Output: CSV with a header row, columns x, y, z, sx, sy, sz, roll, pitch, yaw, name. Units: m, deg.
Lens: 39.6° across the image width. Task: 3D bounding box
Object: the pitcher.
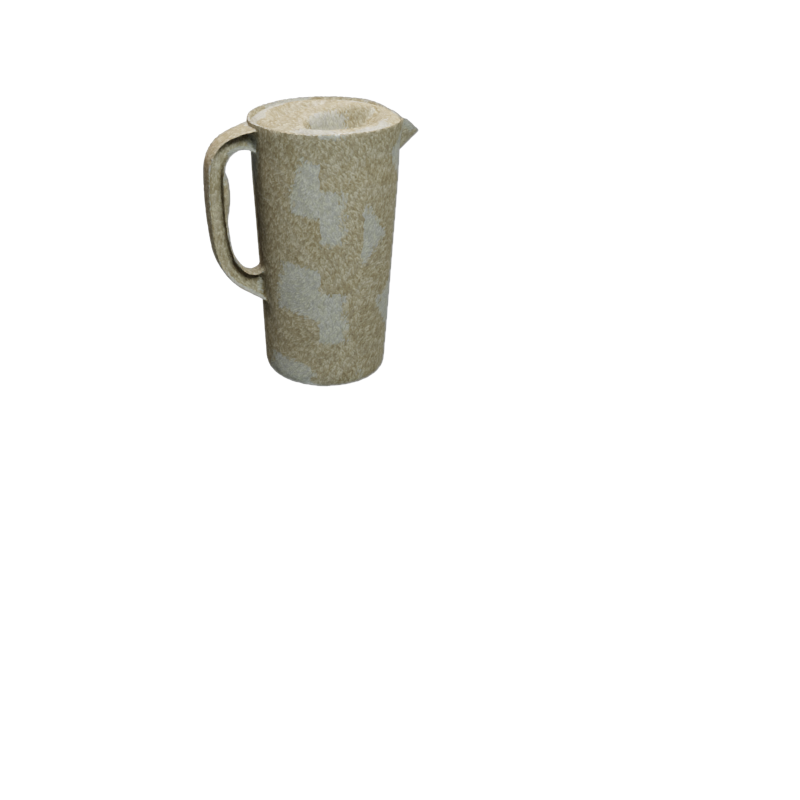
x,y,z,sx,sy,sz,roll,pitch,yaw,name
-0.076,-0.139,0.975,0.155,0.232,0.147,11,25,22,pitcher
